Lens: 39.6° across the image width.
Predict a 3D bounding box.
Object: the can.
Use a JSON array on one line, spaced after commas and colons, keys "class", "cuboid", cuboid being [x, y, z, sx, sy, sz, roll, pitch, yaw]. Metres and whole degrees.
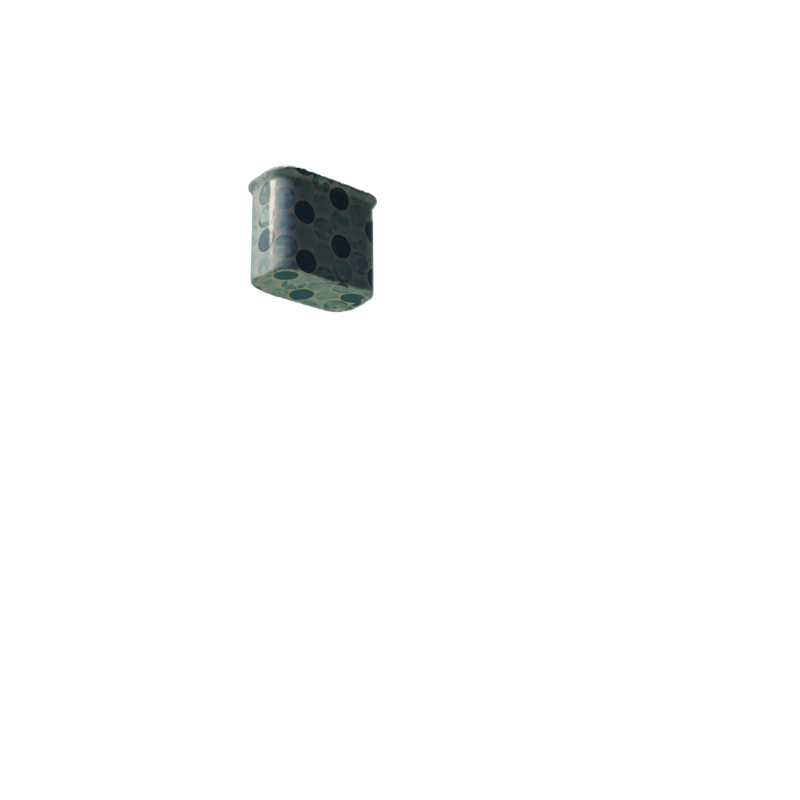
[{"class": "can", "cuboid": [-0.066, -0.121, 0.848, 0.096, 0.088, 0.058, 15, -27, -37]}]
